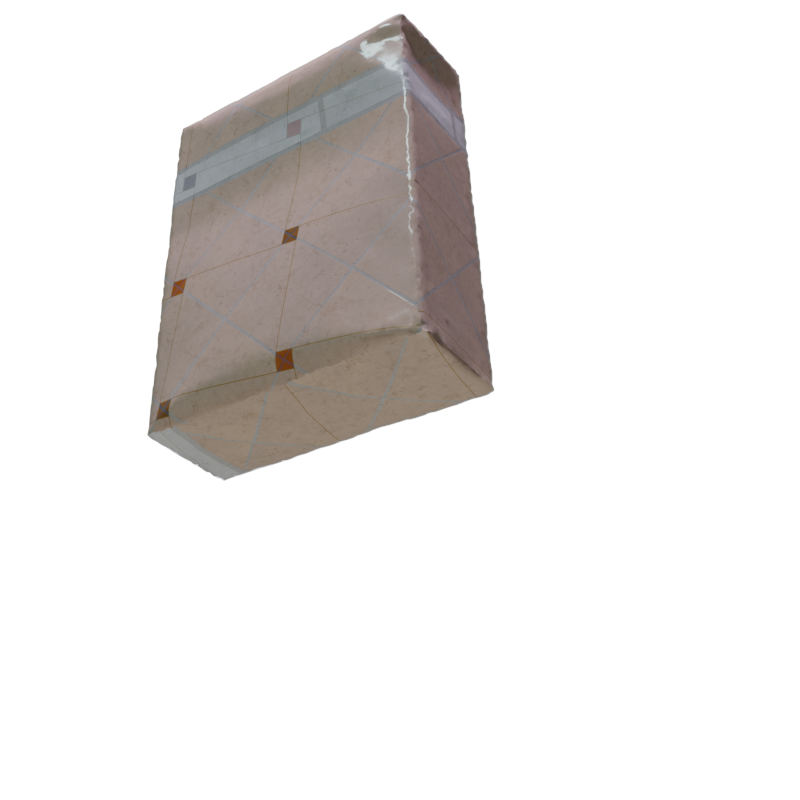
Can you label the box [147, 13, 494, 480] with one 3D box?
[{"bbox_3d":[-0.046,-0.085,0.594,0.165,0.229,0.066,-21,-38,26],"label":"box"}]
